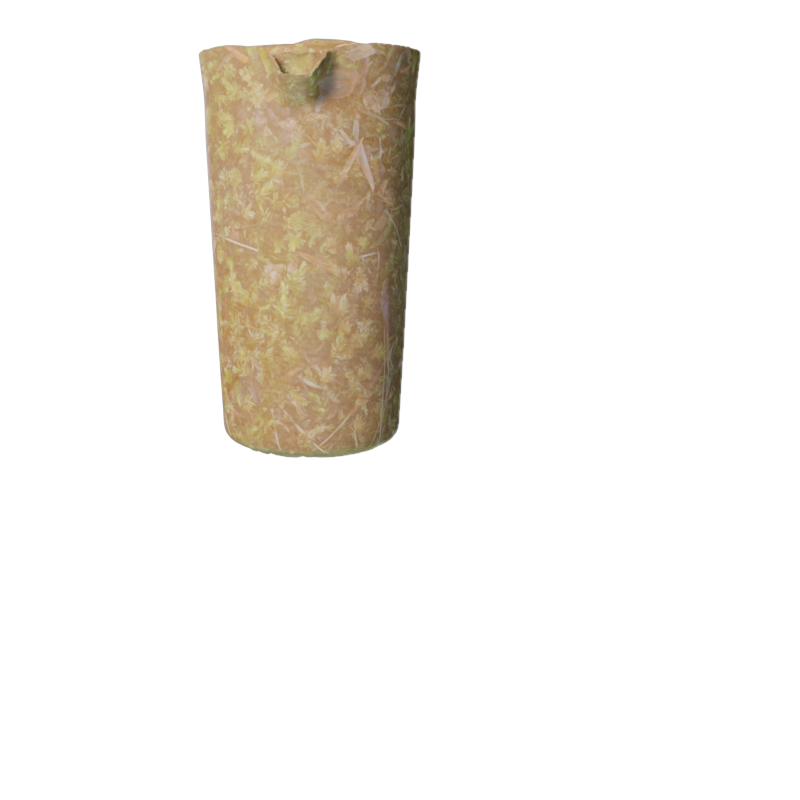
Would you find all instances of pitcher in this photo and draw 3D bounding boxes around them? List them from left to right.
[{"bbox_3d":[-0.054,-0.098,0.686,0.144,0.240,0.152,-6,8,-43],"label":"pitcher"}]
